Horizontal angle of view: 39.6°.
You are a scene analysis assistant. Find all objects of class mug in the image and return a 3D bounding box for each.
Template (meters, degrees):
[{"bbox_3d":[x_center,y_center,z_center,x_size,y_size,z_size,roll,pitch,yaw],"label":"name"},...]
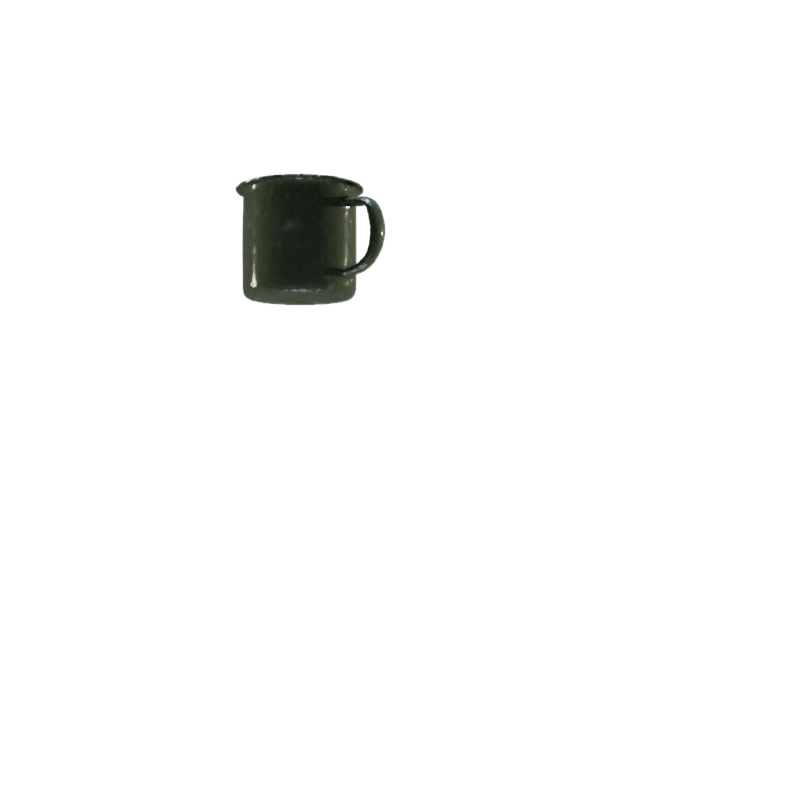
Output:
[{"bbox_3d":[-0.062,-0.113,0.792,0.121,0.083,0.089,-3,-7,31],"label":"mug"}]
